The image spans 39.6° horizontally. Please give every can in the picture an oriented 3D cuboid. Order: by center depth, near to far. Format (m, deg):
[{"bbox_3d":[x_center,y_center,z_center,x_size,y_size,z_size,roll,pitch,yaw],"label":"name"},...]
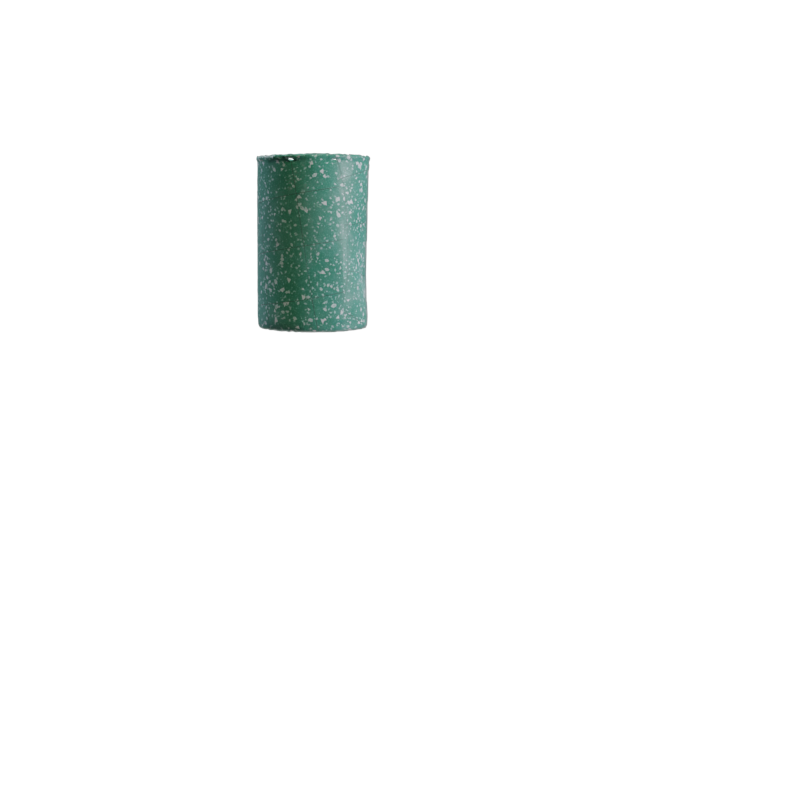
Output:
[{"bbox_3d":[-0.052,-0.094,0.662,0.068,0.102,0.069,0,4,-2],"label":"can"}]
